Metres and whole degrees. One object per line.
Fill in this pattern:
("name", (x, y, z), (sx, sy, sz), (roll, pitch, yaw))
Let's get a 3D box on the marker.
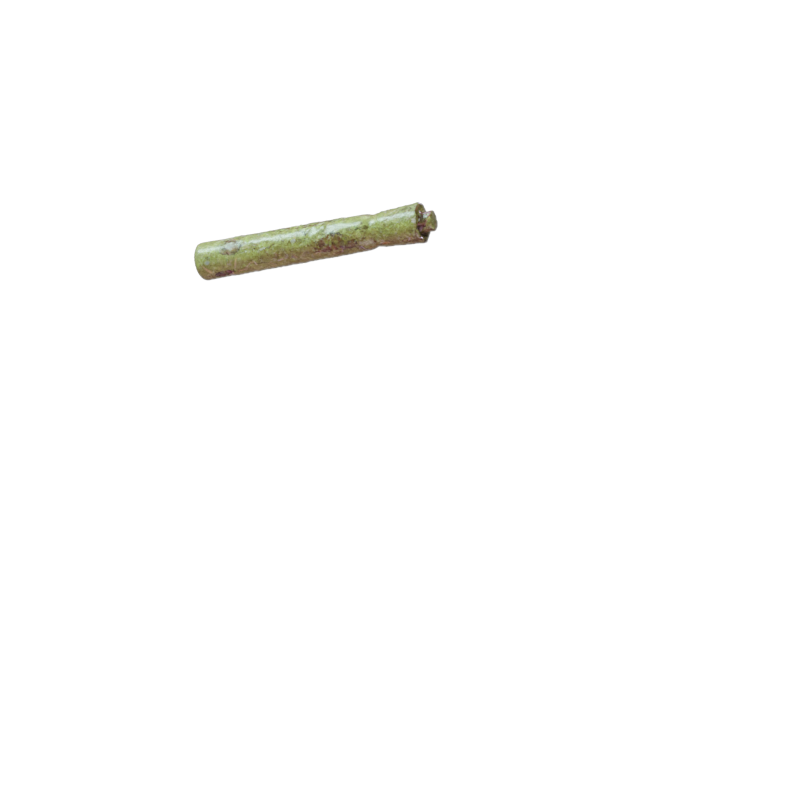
("marker", (-0.041, -0.074, 0.521), (0.123, 0.020, 0.019), (-6, 1, 24))
